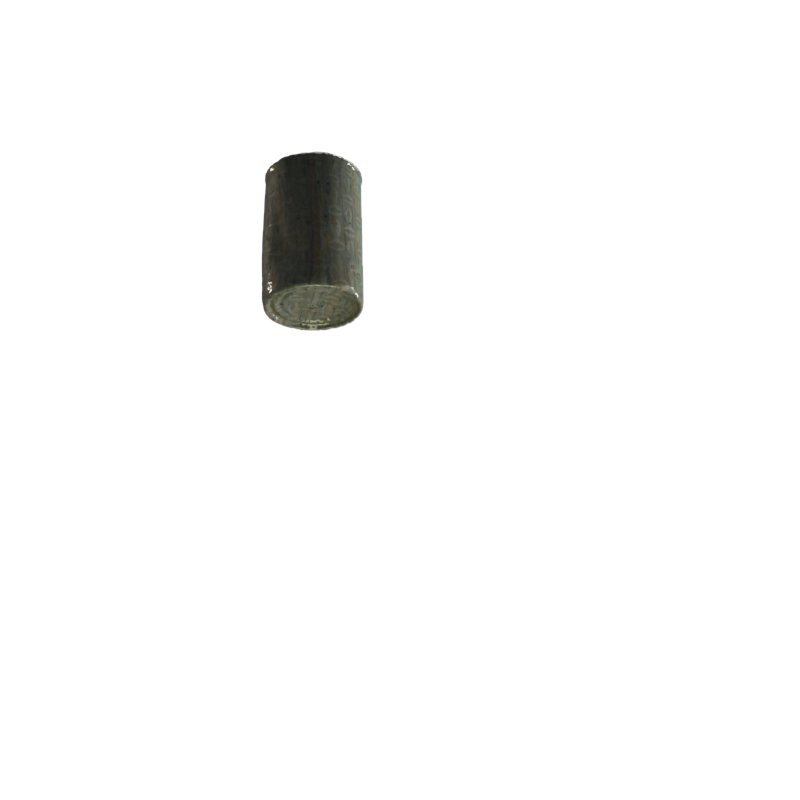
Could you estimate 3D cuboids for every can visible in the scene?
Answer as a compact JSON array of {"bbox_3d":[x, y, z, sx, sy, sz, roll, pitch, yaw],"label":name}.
[{"bbox_3d":[-0.058,-0.106,0.746,0.068,0.109,0.065,0,-28,-2],"label":"can"}]
